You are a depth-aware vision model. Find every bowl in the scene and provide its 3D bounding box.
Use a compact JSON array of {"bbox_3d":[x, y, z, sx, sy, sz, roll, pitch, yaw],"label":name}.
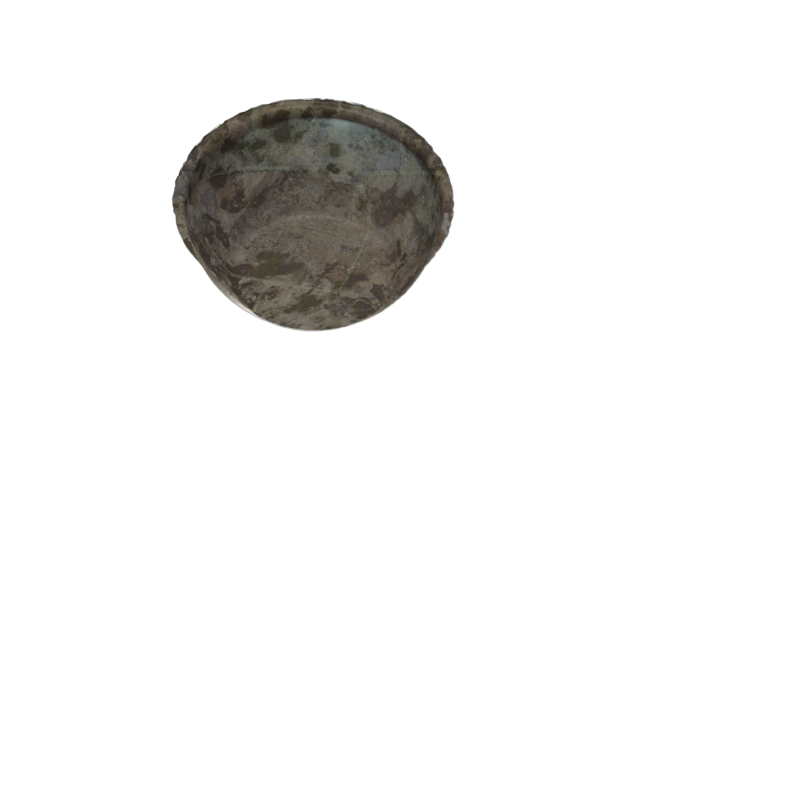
[{"bbox_3d":[-0.048,-0.088,0.619,0.162,0.059,0.151,1,-42,-1],"label":"bowl"}]
